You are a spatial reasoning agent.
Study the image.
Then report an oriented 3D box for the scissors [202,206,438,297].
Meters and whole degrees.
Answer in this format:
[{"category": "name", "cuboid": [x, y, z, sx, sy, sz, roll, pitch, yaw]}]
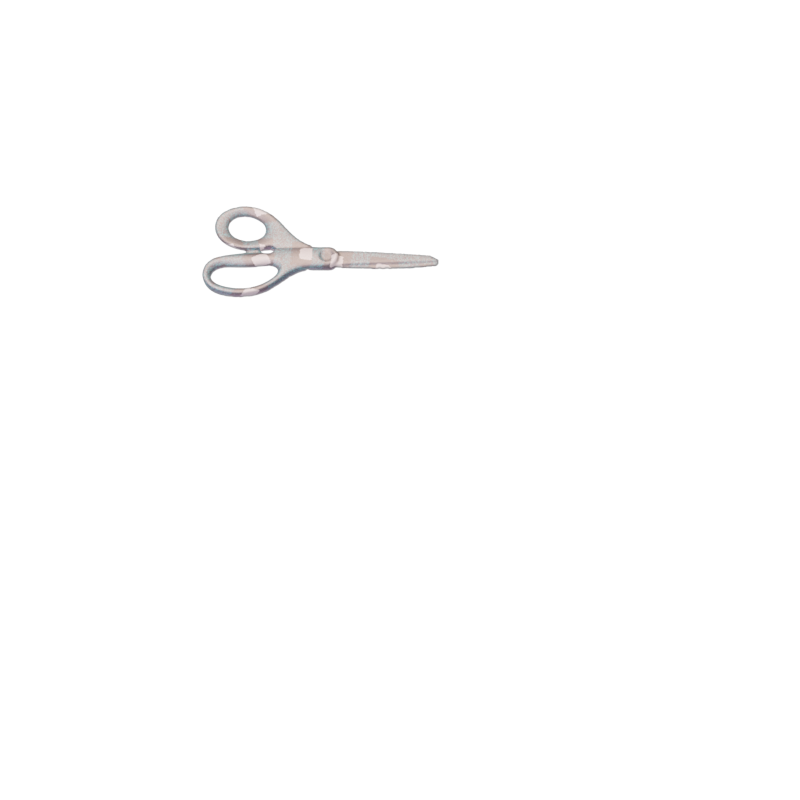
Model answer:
[{"category": "scissors", "cuboid": [-0.076, -0.139, 0.973, 0.200, 0.103, 0.015, -13, -28, -7]}]
